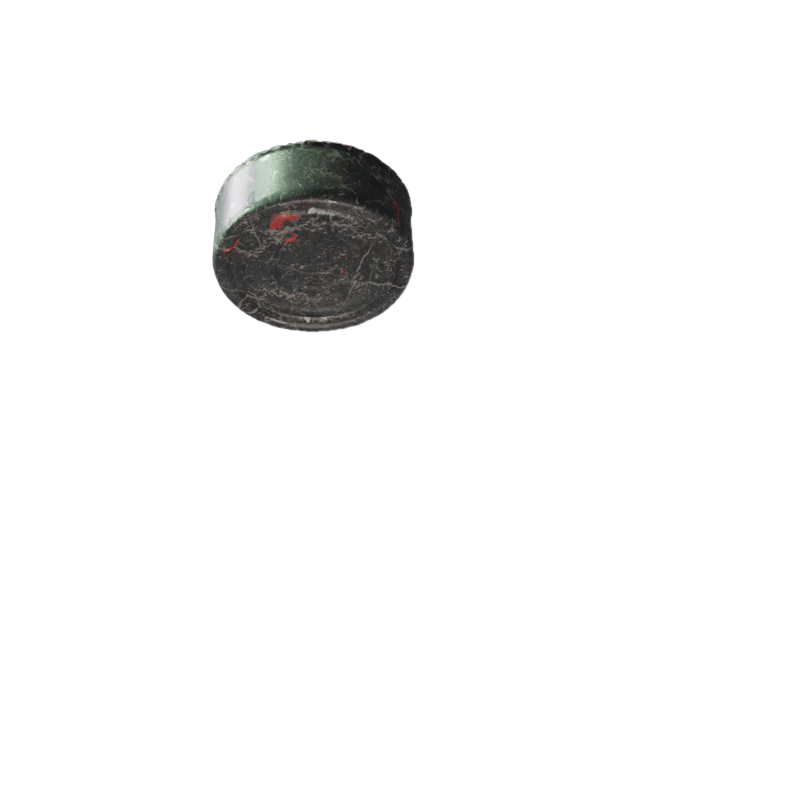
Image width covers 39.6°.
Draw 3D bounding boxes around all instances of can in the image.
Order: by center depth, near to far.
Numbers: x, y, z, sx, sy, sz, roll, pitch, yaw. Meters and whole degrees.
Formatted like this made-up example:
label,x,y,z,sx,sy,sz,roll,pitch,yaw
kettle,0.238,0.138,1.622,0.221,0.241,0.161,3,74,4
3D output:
label,x,y,z,sx,sy,sz,roll,pitch,yaw
can,-0.037,-0.067,0.471,0.086,0.036,0.080,1,-40,-2
